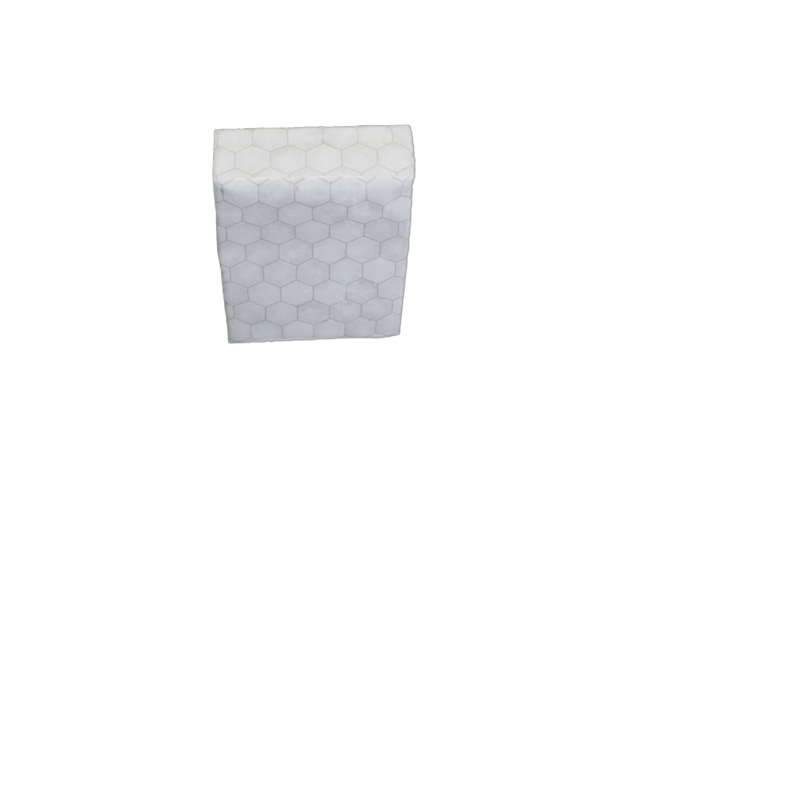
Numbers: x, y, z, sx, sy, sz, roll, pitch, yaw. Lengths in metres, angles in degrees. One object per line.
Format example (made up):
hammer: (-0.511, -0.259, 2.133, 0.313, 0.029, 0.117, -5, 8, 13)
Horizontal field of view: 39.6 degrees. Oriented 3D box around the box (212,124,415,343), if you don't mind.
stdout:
box: (-0.076, -0.138, 0.965, 0.163, 0.077, 0.199, -1, -36, -4)
